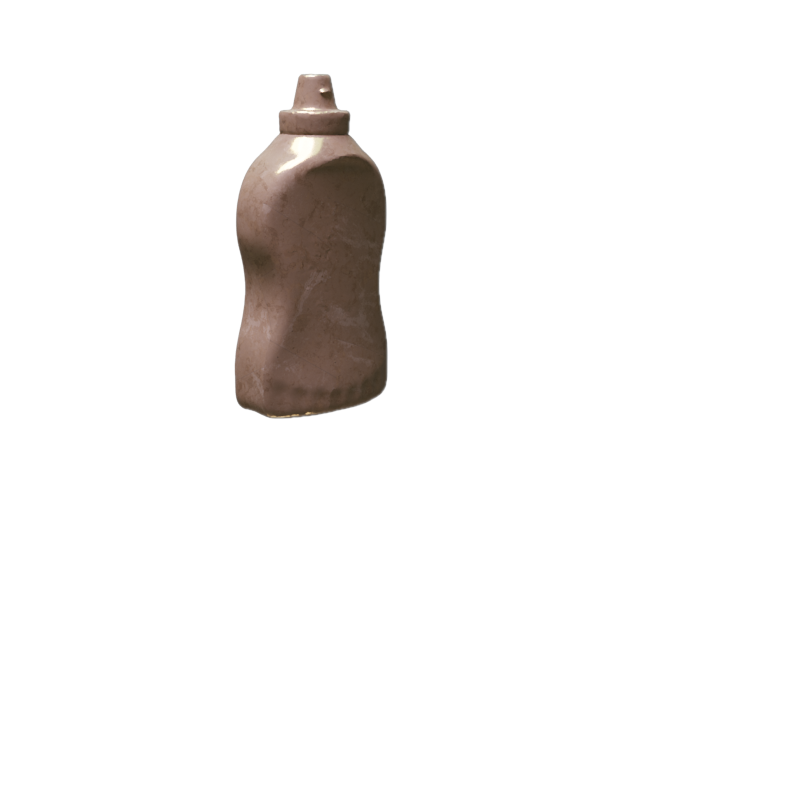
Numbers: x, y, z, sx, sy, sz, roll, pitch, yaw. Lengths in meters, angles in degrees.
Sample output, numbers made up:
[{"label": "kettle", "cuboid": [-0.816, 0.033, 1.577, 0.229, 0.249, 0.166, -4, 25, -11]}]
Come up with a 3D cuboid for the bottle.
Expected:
[{"label": "bottle", "cuboid": [-0.050, -0.092, 0.641, 0.093, 0.188, 0.061, -7, 11, -39]}]
